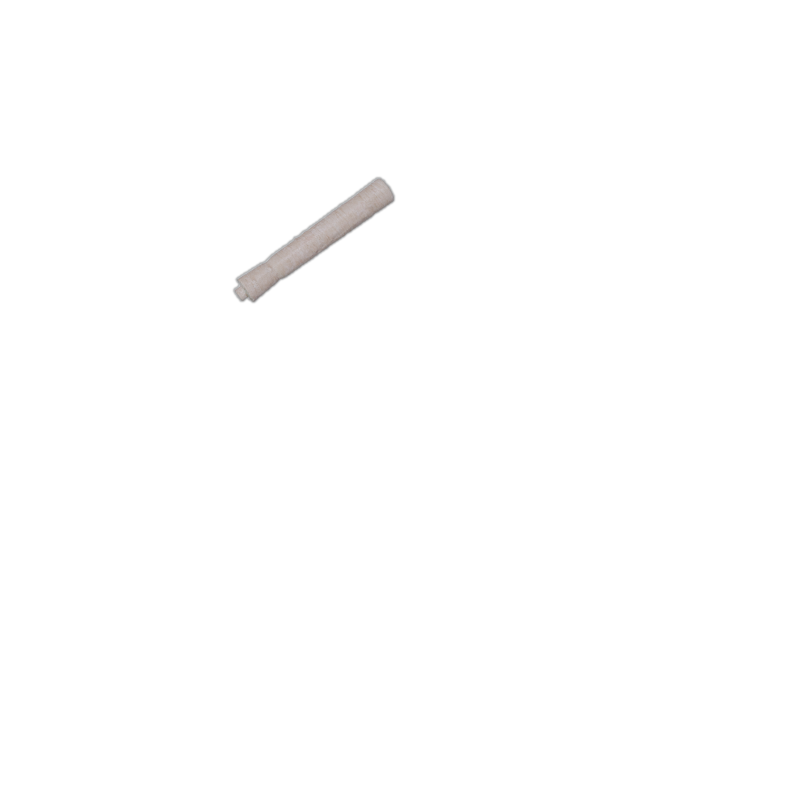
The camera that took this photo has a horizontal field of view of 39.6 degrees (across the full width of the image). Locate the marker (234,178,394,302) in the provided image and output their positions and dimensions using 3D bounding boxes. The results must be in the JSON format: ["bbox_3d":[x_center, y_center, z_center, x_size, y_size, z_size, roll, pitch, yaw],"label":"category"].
[{"bbox_3d":[-0.056,-0.102,0.718,0.121,0.019,0.020,-37,13,-11],"label":"marker"}]
